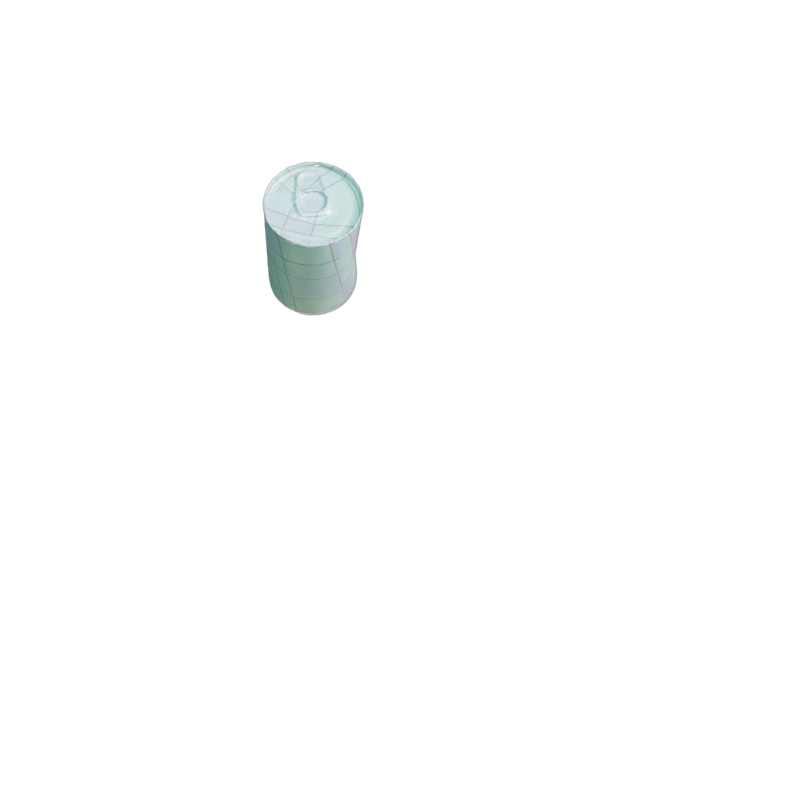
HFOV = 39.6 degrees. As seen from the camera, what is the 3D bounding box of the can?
[{"bbox_3d":[-0.061,-0.112,0.784,0.068,0.073,0.096,0,-27,-3],"label":"can"}]
